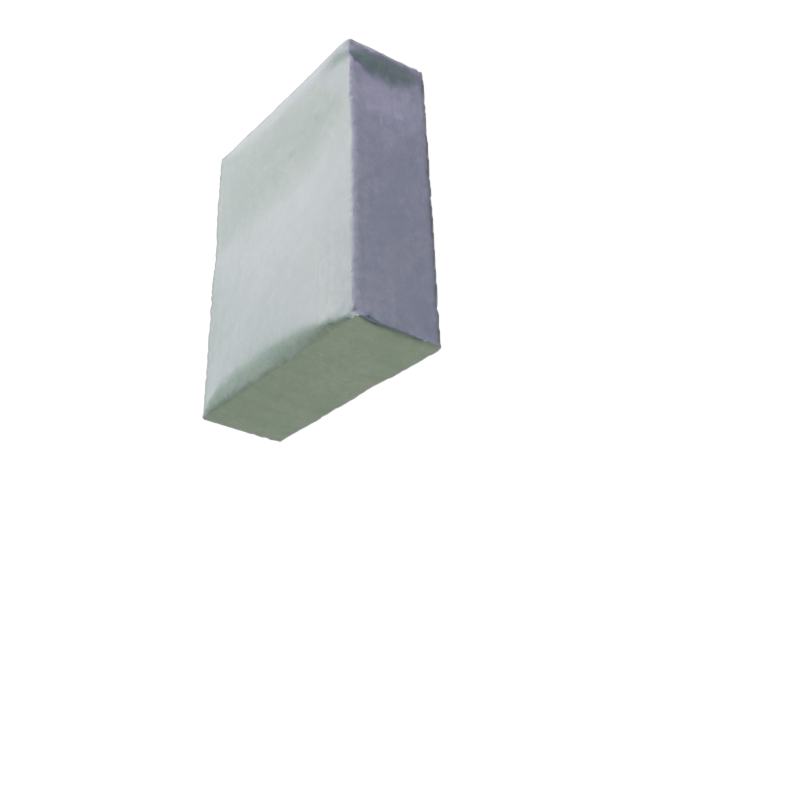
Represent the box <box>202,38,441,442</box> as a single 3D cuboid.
[{"bbox_3d":[-0.057,-0.103,0.725,0.068,0.228,0.163,21,-37,-34],"label":"box"}]
